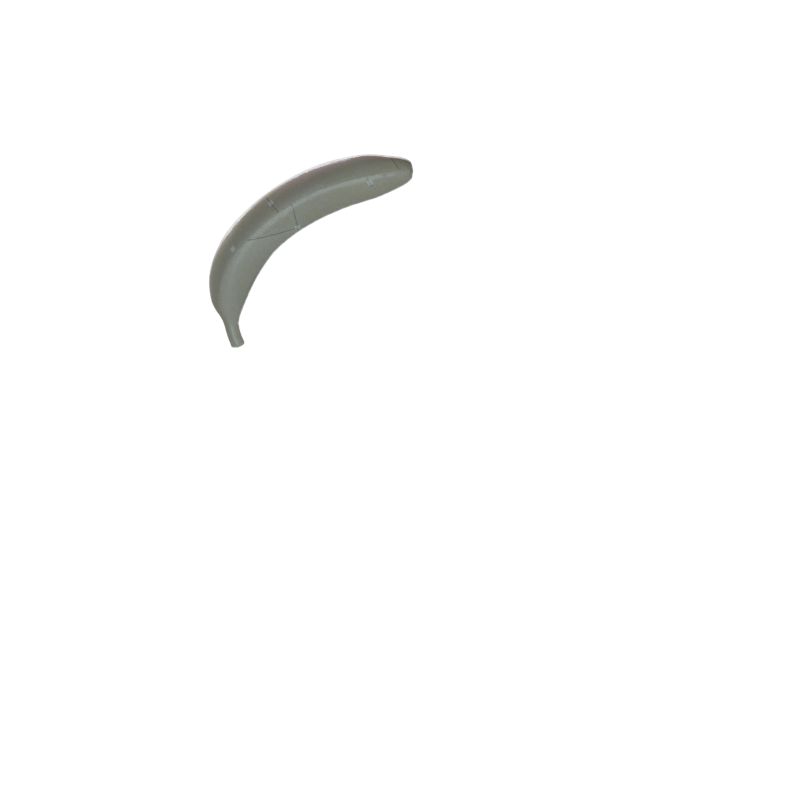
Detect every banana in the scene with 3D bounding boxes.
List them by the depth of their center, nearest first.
[{"bbox_3d":[-0.081,-0.127,0.825,0.067,0.195,0.039,42,19,-19],"label":"banana"}]
